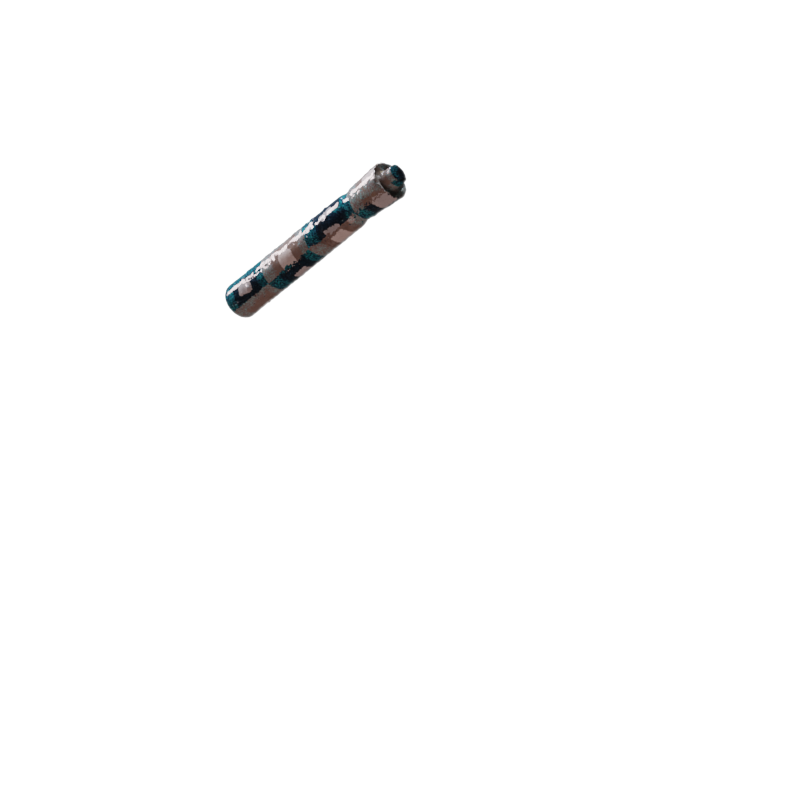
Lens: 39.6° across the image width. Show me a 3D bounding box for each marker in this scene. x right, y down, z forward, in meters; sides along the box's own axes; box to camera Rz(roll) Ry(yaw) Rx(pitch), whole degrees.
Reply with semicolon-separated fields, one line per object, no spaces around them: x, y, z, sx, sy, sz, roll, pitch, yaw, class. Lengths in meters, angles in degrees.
-0.041;-0.074;0.518;0.019;0.021;0.120;-3;-22;-48;marker
